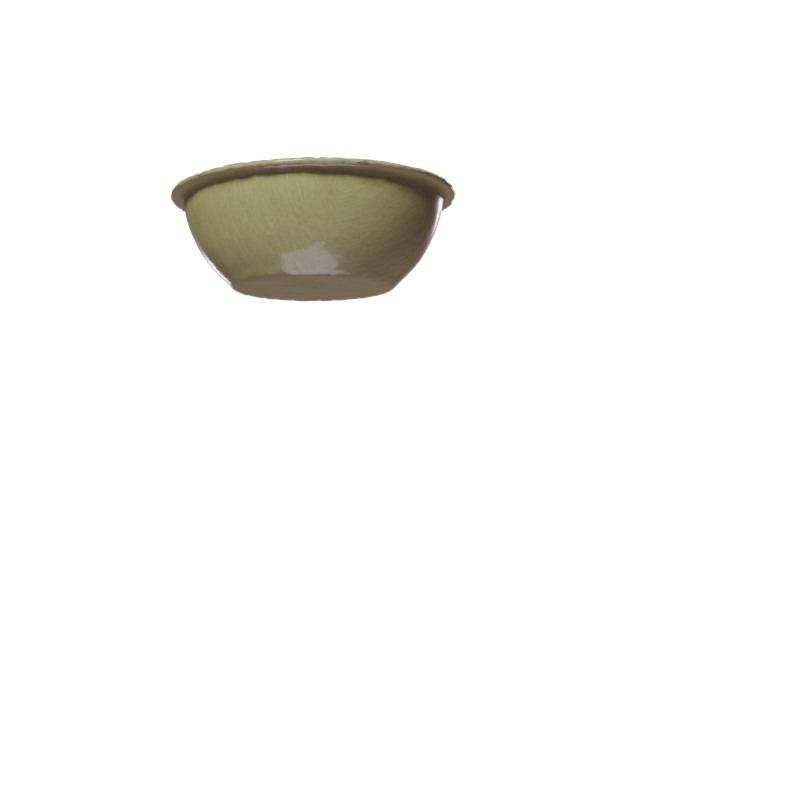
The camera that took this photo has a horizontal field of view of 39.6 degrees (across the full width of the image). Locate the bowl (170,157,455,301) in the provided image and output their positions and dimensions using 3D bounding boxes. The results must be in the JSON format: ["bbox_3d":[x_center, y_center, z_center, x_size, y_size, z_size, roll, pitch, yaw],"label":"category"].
[{"bbox_3d":[-0.049,-0.090,0.627,0.162,0.056,0.159,0,-5,-2],"label":"bowl"}]
